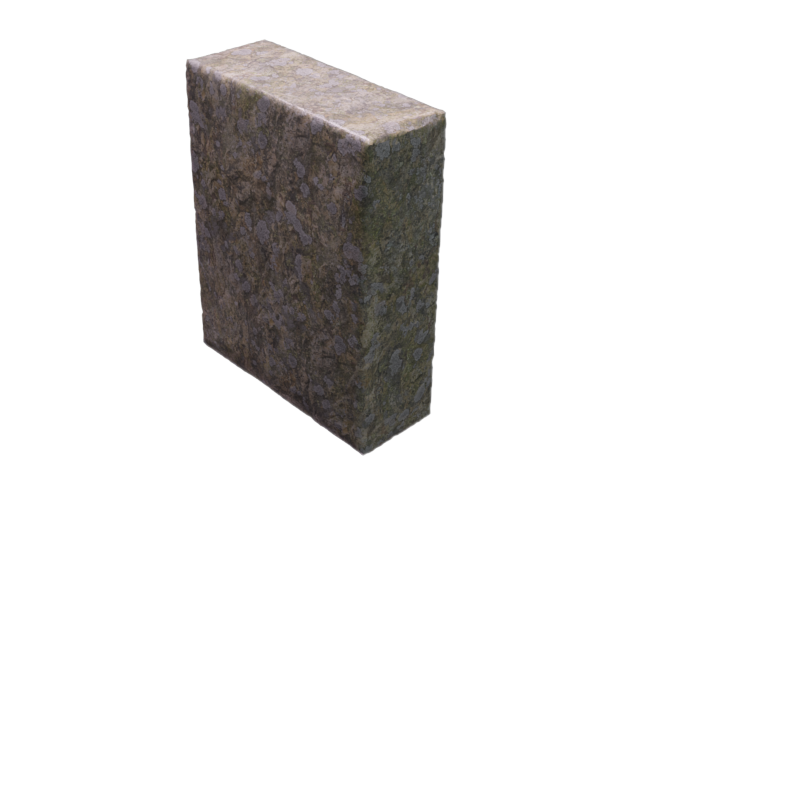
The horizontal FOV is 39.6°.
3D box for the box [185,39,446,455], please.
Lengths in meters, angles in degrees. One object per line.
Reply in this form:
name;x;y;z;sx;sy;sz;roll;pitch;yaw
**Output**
box;-0.054;-0.099;0.692;0.071;0.201;0.176;-25;42;-36
